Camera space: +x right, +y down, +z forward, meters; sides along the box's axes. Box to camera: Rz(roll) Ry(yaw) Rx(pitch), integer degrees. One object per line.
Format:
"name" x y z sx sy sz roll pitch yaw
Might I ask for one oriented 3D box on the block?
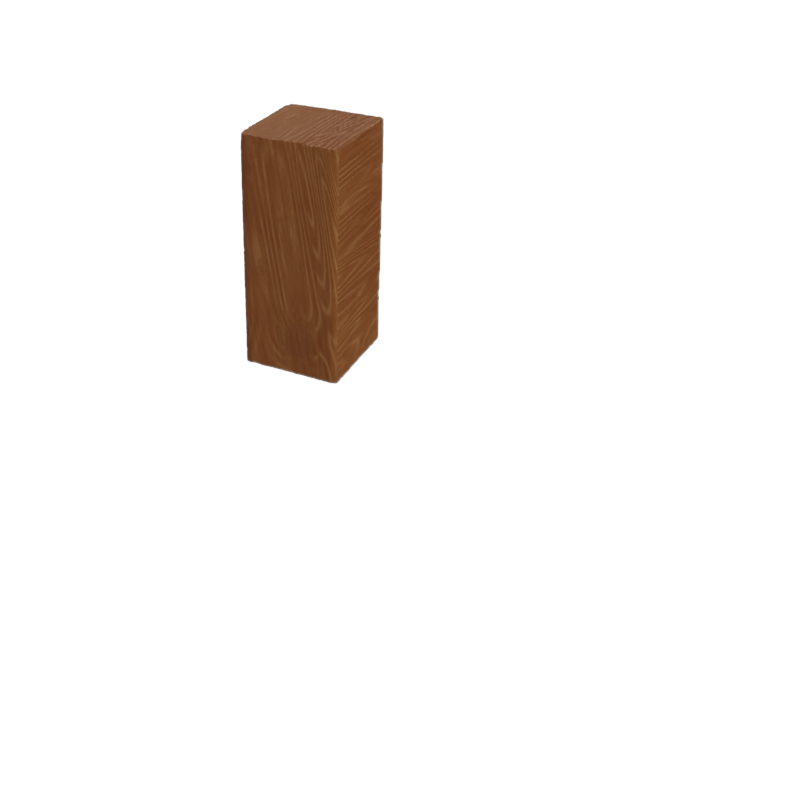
"block" -0.073 -0.133 0.930 0.093 0.195 0.092 13 29 20
